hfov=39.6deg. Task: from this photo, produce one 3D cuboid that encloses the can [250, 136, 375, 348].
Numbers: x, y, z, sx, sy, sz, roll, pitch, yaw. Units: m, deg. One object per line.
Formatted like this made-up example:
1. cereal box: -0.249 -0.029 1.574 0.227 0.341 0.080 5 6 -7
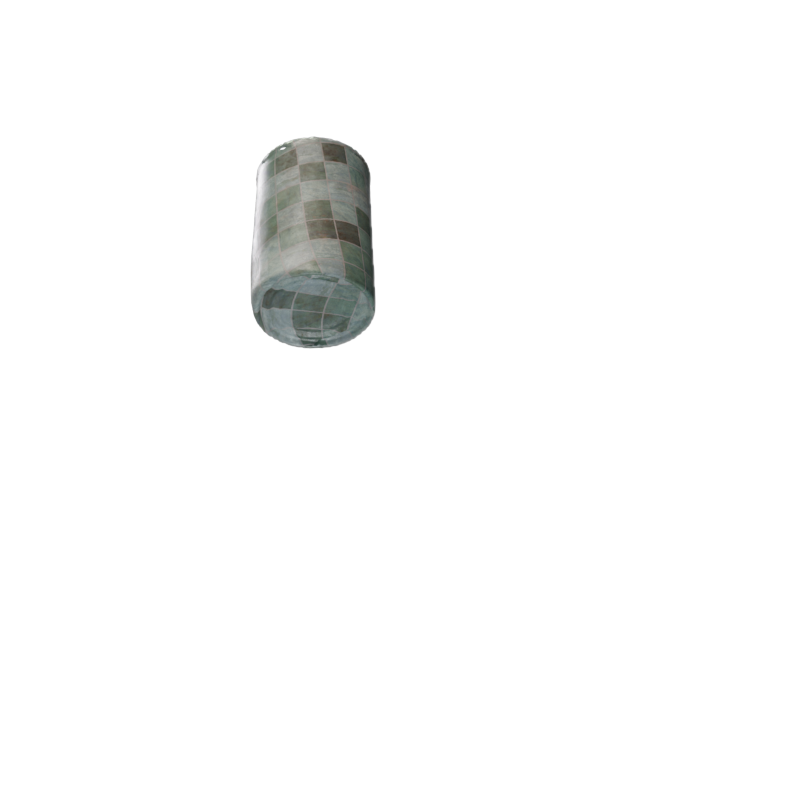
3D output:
1. can: -0.049 -0.089 0.623 0.068 0.110 0.064 -1 -39 -3
